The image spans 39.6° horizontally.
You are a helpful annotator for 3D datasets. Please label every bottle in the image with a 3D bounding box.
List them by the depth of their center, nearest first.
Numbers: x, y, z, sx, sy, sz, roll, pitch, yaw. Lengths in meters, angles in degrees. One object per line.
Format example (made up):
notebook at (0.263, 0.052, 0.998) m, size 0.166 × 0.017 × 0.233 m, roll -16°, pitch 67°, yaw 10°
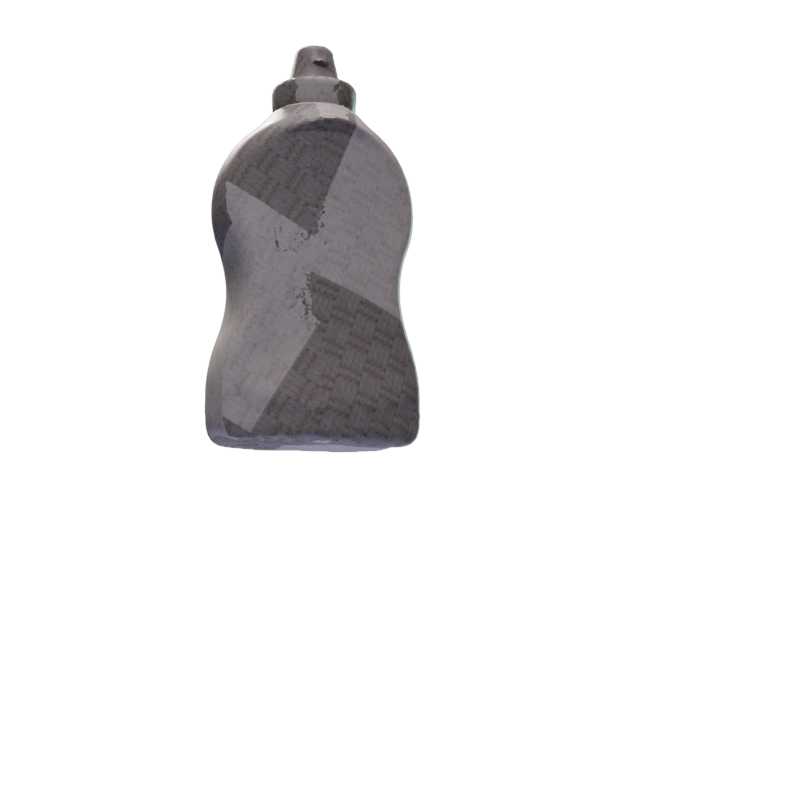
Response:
bottle at (-0.041, -0.074, 0.521) m, size 0.093 × 0.198 × 0.058 m, roll 4°, pitch -14°, yaw -20°
